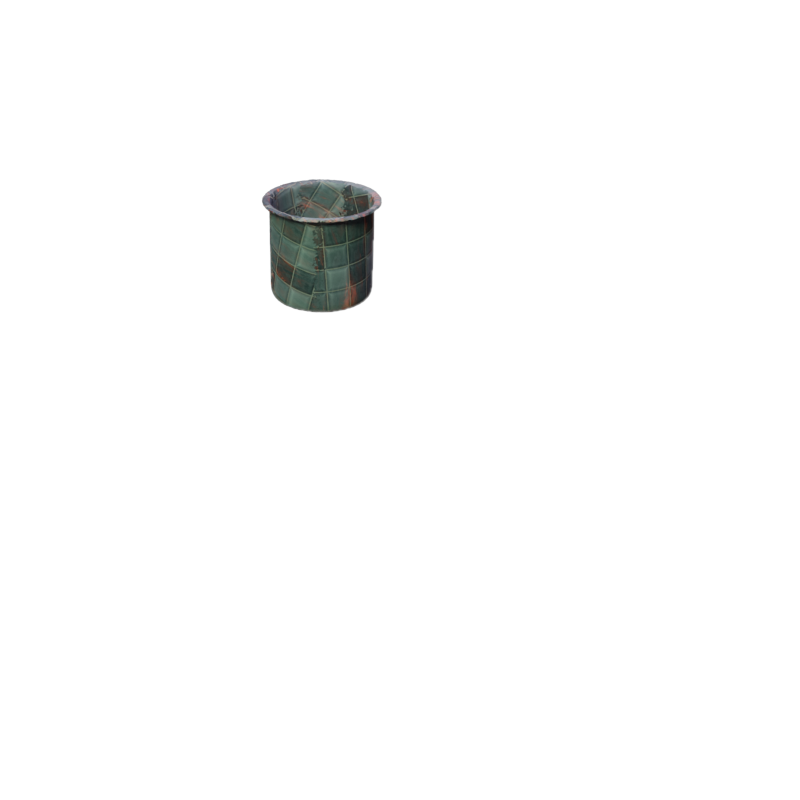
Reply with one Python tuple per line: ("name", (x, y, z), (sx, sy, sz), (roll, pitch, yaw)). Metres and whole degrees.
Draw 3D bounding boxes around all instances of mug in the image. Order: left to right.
("mug", (-0.069, -0.126, 0.884), (0.092, 0.077, 0.125), (-17, 32, -32))
